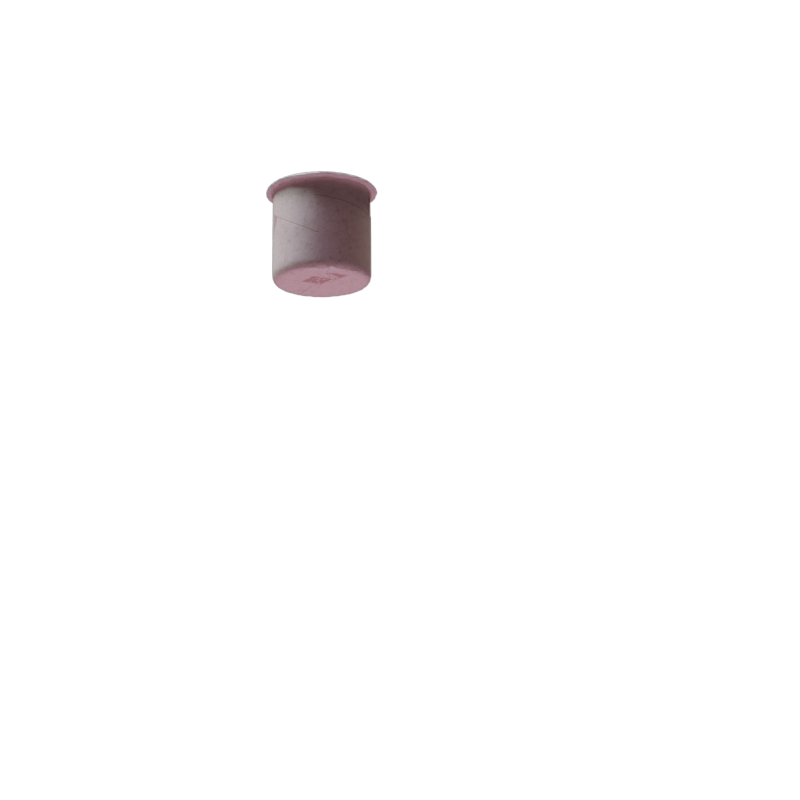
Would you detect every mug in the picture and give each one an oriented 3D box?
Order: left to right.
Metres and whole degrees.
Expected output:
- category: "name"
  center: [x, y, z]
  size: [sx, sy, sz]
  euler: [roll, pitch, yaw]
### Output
- category: "mug"
  center: [-0.073, -0.132, 0.926]
  size: [0.089, 0.085, 0.118]
  euler: [11, -18, -37]
